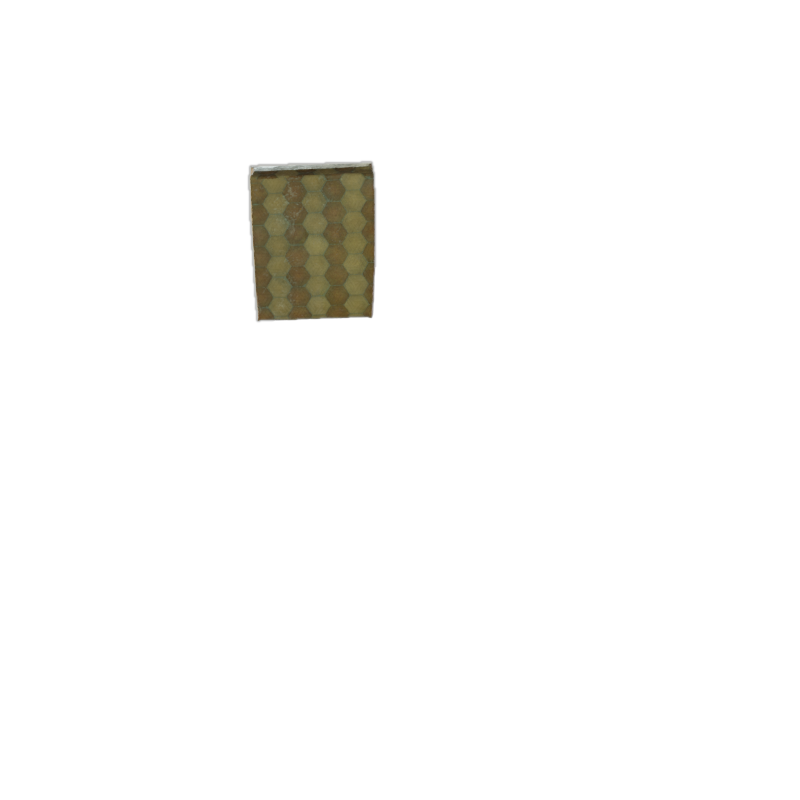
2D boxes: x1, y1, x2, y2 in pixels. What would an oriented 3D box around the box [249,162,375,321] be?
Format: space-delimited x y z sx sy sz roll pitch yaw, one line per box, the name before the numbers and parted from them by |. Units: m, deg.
box | -0.063 -0.115 0.807 0.090 0.109 0.040 -1 17 -1
